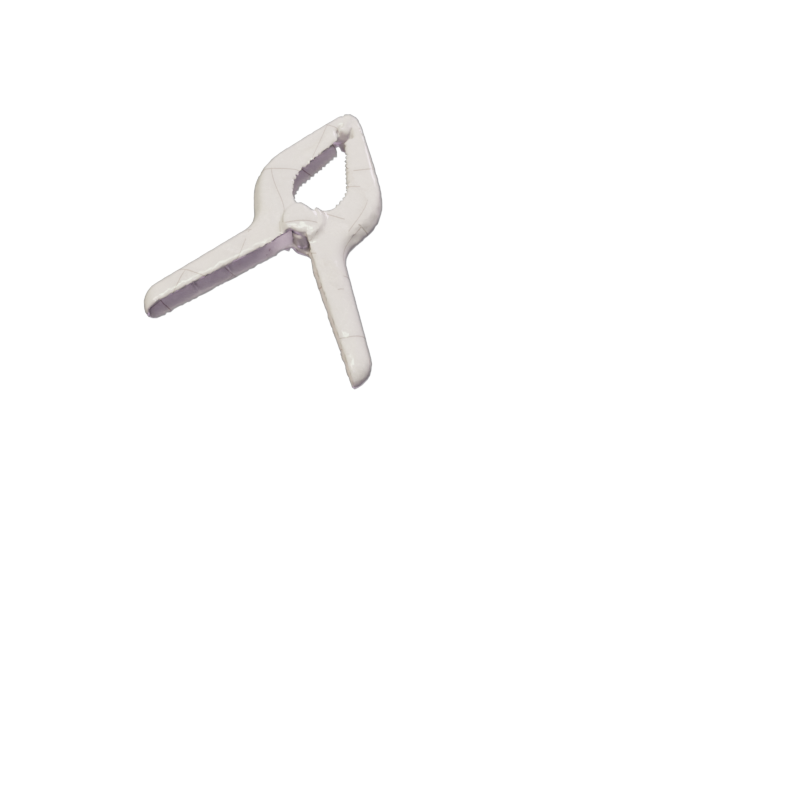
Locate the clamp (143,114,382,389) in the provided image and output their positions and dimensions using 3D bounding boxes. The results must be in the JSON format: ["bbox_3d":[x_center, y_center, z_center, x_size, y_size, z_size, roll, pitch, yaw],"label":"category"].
[{"bbox_3d":[-0.062,-0.113,0.793,0.169,0.217,0.034,24,-26,12],"label":"clamp"}]
